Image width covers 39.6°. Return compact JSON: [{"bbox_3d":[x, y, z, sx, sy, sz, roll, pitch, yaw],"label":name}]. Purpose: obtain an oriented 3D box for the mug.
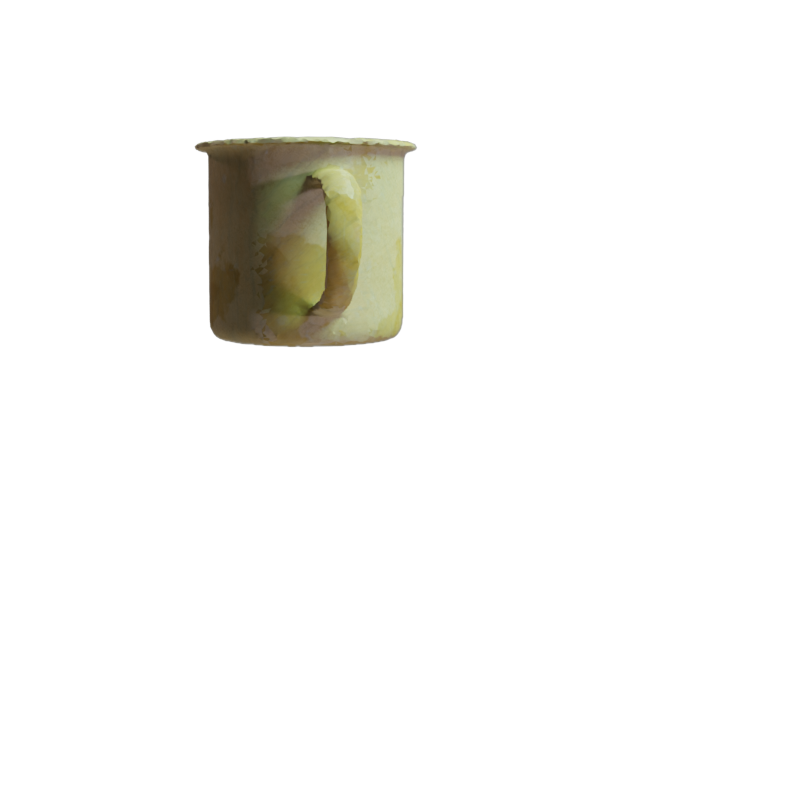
[{"bbox_3d":[-0.036,-0.065,0.455,0.091,0.081,0.121,-2,7,-18],"label":"mug"}]
